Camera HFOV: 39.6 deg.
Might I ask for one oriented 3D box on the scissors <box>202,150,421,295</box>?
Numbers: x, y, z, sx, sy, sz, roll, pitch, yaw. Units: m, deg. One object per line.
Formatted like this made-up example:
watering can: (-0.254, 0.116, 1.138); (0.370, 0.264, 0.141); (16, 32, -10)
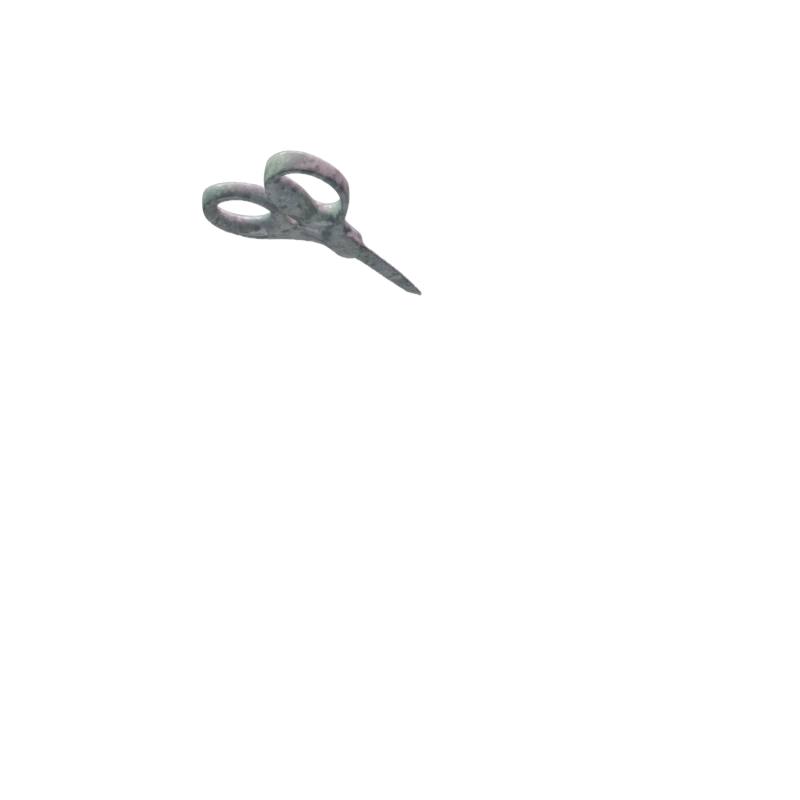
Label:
scissors: (-0.054, -0.099, 0.693); (0.098, 0.017, 0.189); (-5, -20, 14)
